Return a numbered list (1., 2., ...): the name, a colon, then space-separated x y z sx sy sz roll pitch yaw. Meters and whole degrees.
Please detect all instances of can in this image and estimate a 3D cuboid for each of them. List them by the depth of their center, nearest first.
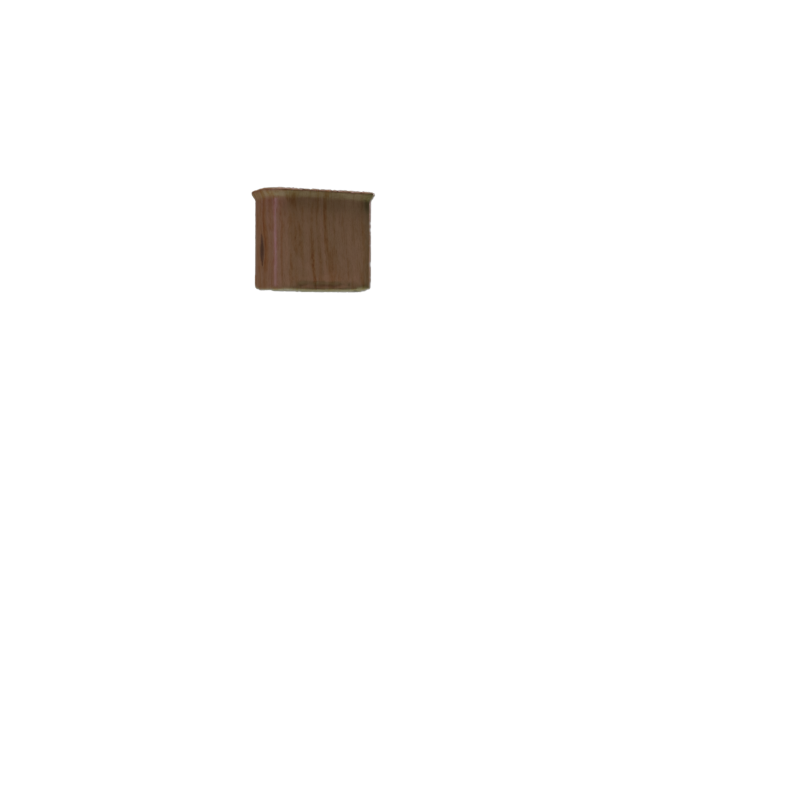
1. can: -0.073 -0.133 0.933 0.099 0.084 0.059 0 -1 -25
